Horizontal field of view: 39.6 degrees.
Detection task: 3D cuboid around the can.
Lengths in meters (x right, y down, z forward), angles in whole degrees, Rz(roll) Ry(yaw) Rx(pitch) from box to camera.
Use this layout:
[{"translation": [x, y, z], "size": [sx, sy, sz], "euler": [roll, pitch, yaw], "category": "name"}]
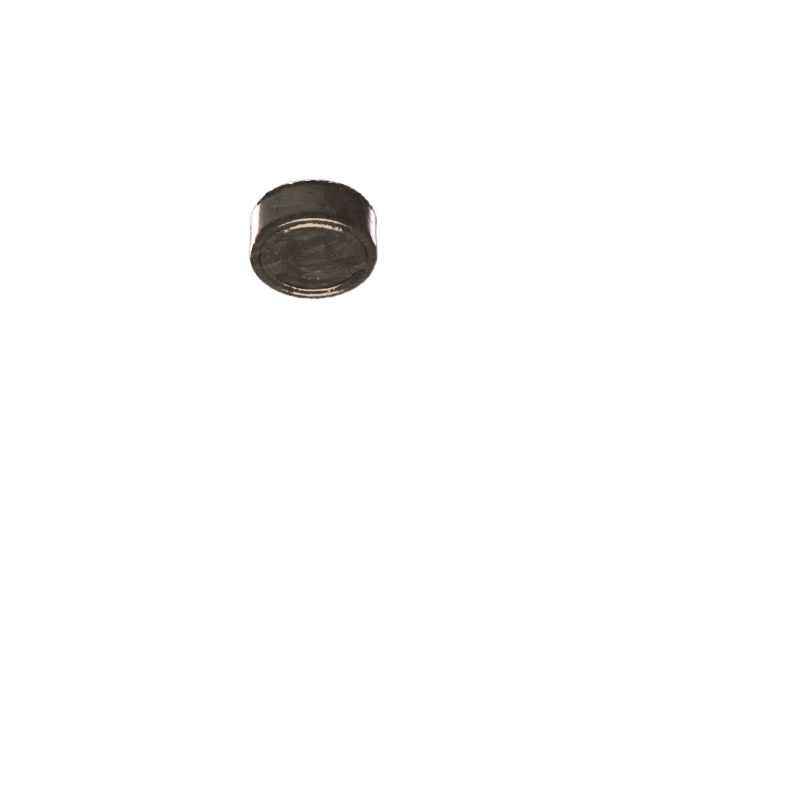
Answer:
[{"translation": [-0.058, -0.105, 0.735], "size": [0.086, 0.036, 0.080], "euler": [1, -37, -2], "category": "can"}]
